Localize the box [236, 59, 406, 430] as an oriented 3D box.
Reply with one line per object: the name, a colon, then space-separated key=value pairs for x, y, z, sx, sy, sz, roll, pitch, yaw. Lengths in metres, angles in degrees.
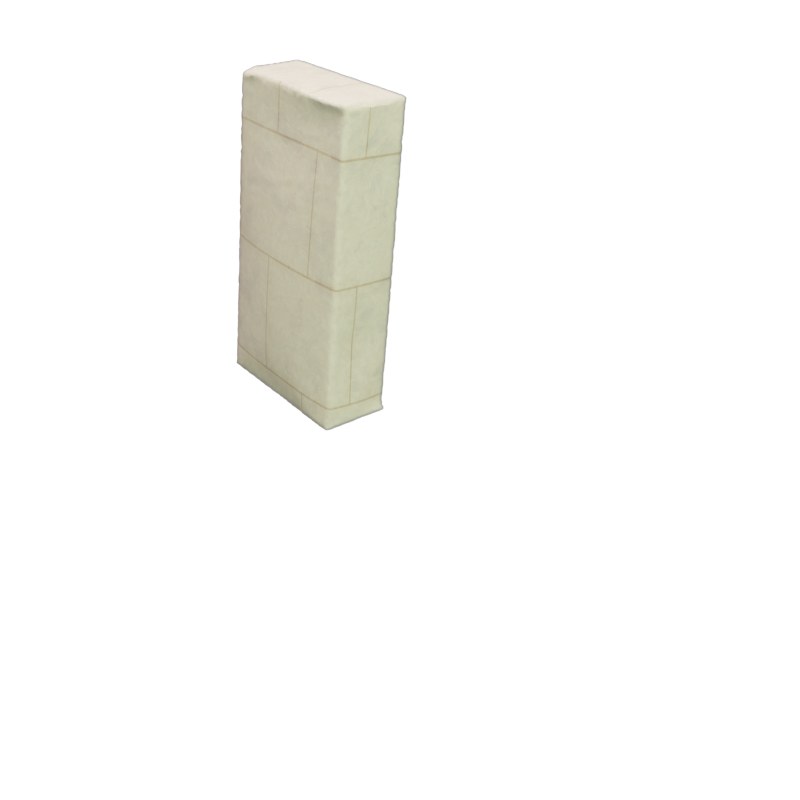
box: x=-0.046 y=-0.084 z=0.588 sx=0.047 sy=0.167 sz=0.100 roll=-16 pitch=30 yaw=-35
